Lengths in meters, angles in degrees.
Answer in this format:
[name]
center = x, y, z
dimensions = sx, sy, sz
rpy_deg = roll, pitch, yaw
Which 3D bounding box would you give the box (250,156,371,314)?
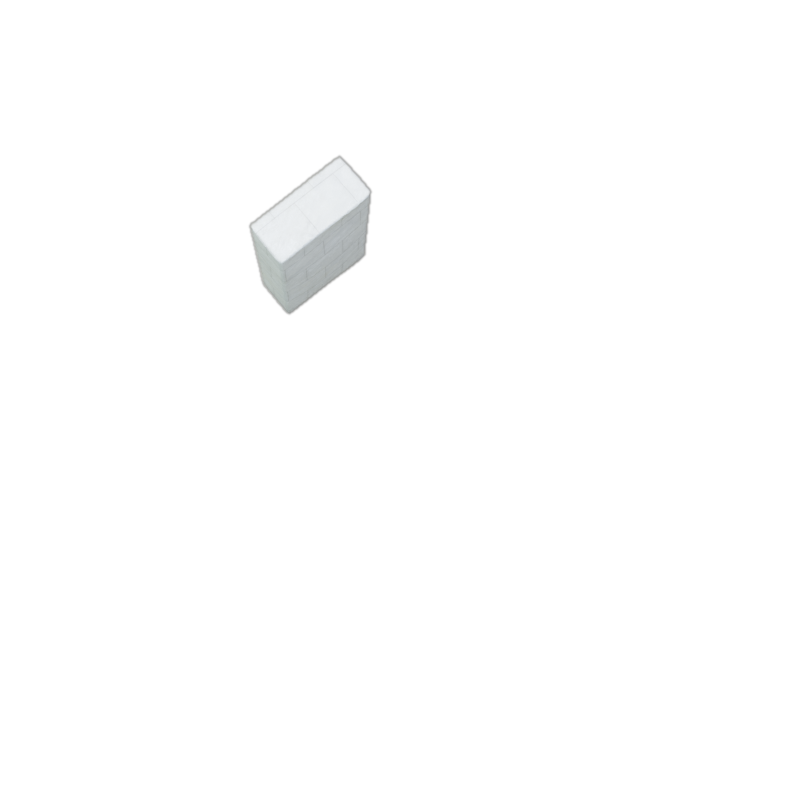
[box]
center = -0.073, -0.132, 0.930
dimensions = 0.094, 0.049, 0.172
rpy_deg = -39, -3, -8
